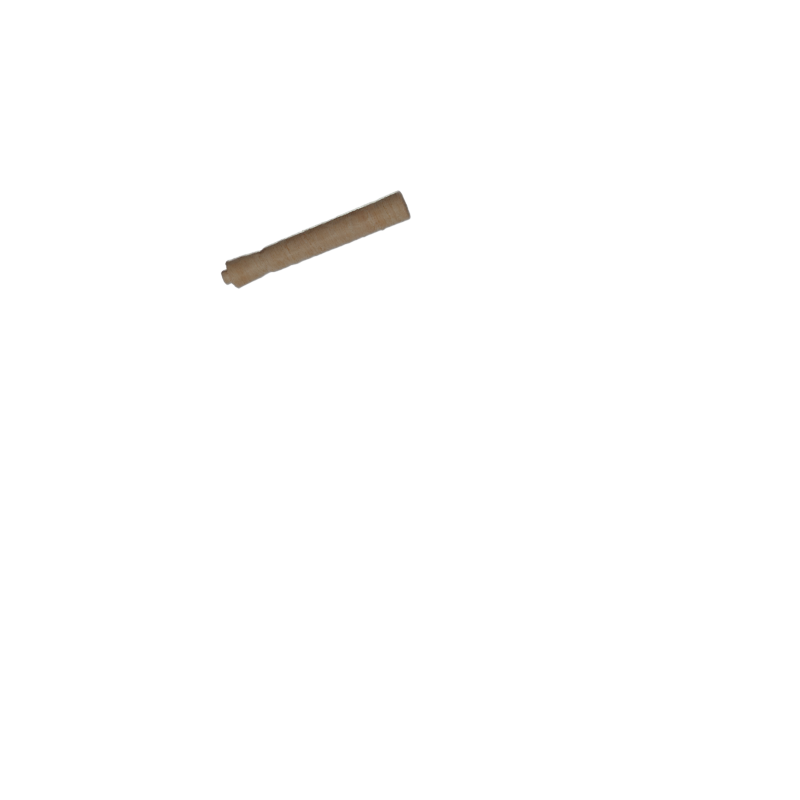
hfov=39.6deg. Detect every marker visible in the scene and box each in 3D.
[{"bbox_3d":[-0.053,-0.096,0.675,0.121,0.020,0.020,-21,1,9],"label":"marker"}]
